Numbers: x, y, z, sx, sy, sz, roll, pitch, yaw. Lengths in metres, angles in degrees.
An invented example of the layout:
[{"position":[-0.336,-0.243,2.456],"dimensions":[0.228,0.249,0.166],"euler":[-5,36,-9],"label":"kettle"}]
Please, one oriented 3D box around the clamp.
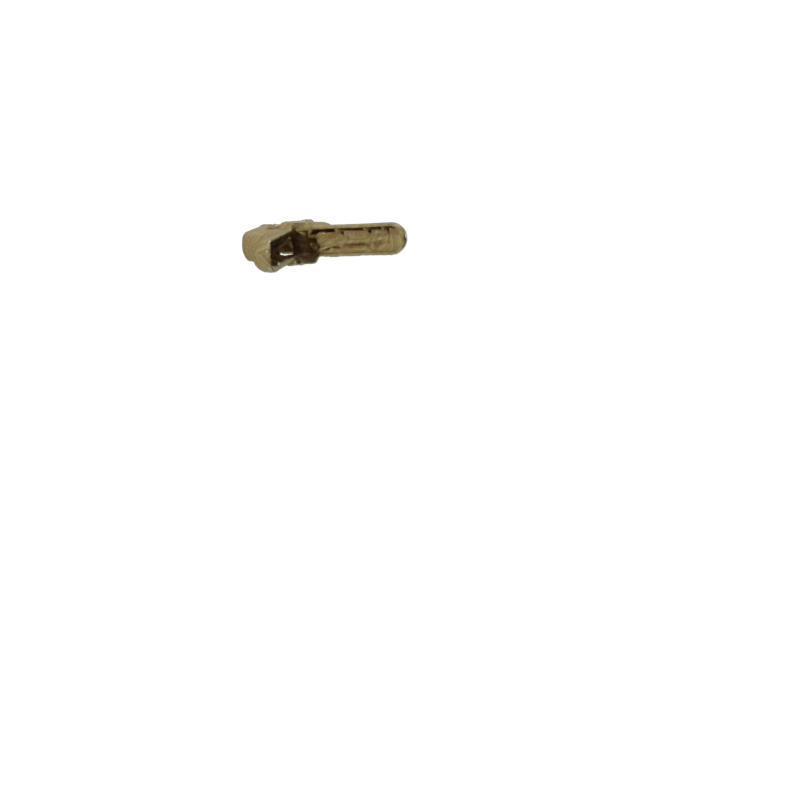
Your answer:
[{"position":[-0.069,-0.127,0.887],"dimensions":[0.118,0.038,0.178],"euler":[-3,14,-15],"label":"clamp"}]
